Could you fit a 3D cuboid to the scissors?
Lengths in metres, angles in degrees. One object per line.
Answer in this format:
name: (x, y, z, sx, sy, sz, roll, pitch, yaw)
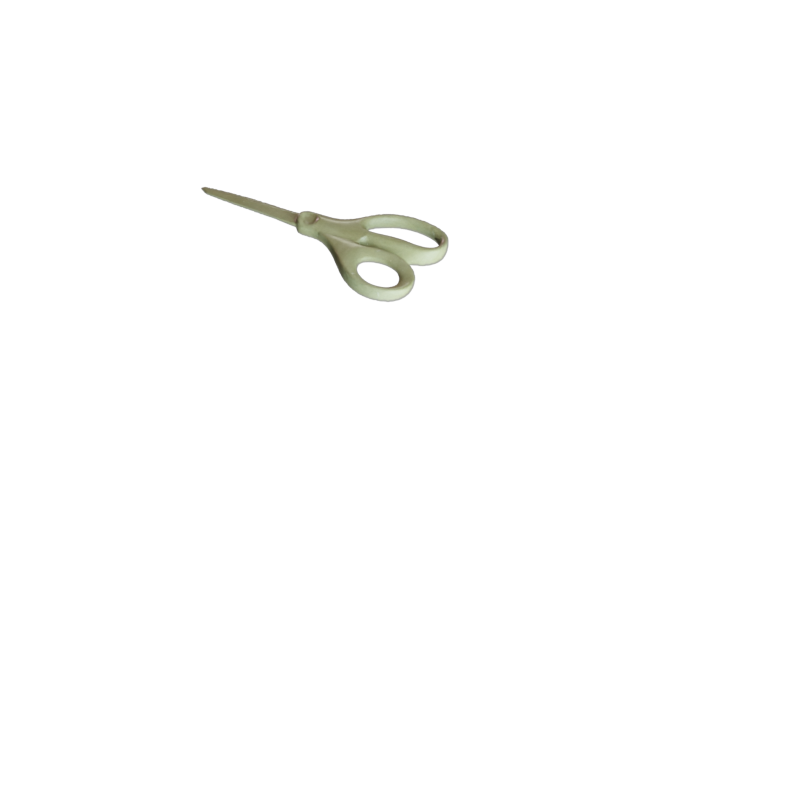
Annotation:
scissors: (-0.066, -0.120, 0.841, 0.204, 0.015, 0.102, 8, 46, 8)
